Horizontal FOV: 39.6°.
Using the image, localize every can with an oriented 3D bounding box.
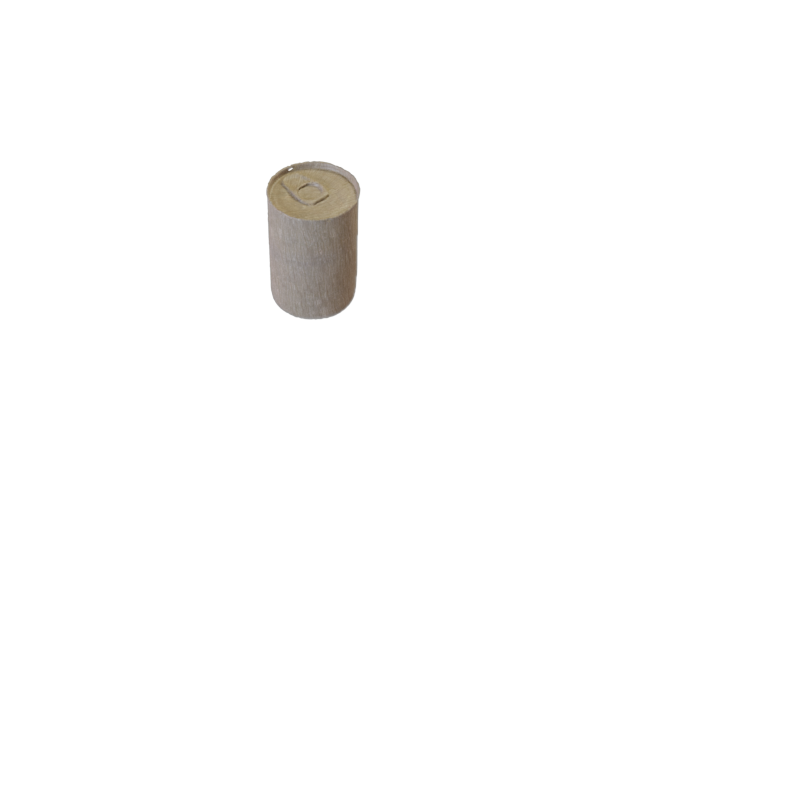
[{"bbox_3d":[-0.065,-0.119,0.832,0.068,0.074,0.095,0,-44,-3],"label":"can"}]
